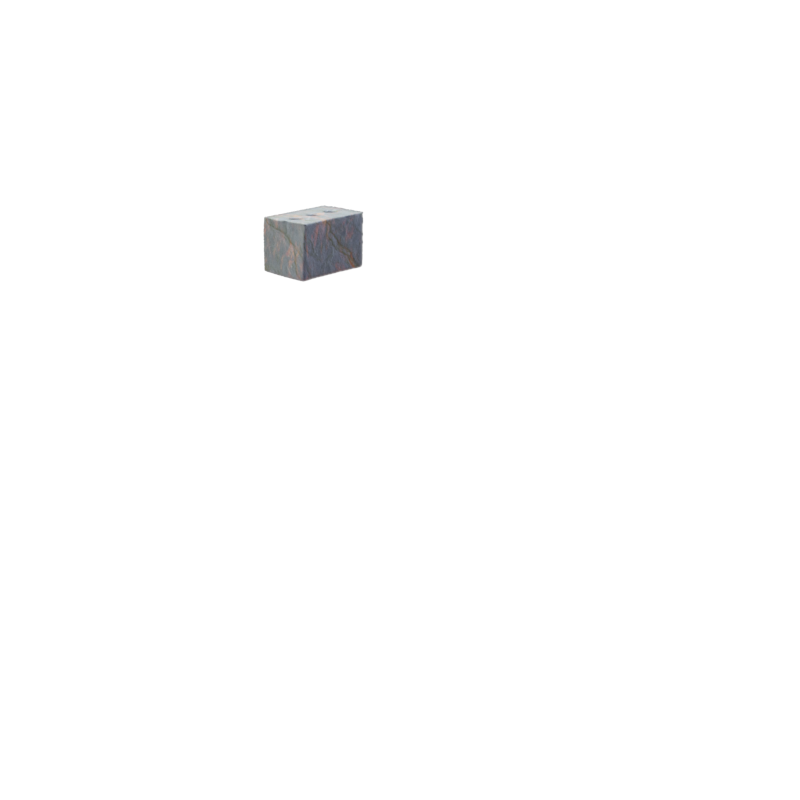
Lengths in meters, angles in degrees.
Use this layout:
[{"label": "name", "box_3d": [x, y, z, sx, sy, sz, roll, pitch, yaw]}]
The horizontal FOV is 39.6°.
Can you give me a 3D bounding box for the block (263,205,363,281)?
[{"label": "block", "box_3d": [-0.078, -0.142, 0.991, 0.056, 0.049, 0.077, 15, 23, 39]}]
